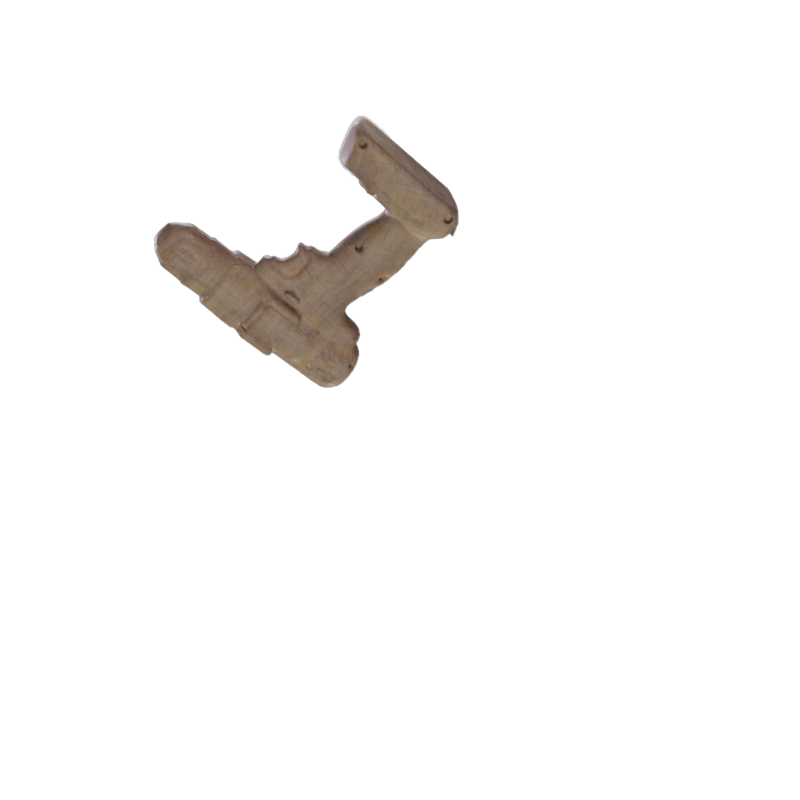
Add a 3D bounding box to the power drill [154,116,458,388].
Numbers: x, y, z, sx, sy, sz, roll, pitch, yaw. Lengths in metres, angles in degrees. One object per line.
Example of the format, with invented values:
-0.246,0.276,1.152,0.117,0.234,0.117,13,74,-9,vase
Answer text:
-0.065,-0.118,0.824,0.177,0.185,0.061,38,22,-19,power drill
